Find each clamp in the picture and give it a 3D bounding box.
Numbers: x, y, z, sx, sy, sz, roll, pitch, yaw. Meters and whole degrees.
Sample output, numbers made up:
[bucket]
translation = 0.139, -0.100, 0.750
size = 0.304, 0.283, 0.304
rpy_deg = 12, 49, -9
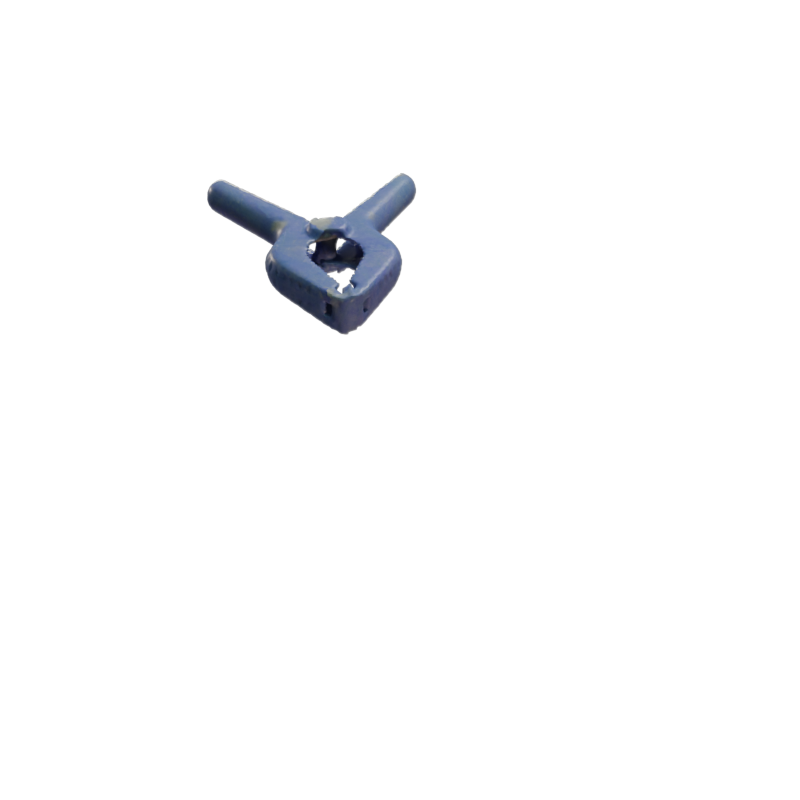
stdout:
[clamp]
translation = -0.063, -0.114, 0.801
size = 0.164, 0.034, 0.224
rpy_deg = -2, 33, -2
